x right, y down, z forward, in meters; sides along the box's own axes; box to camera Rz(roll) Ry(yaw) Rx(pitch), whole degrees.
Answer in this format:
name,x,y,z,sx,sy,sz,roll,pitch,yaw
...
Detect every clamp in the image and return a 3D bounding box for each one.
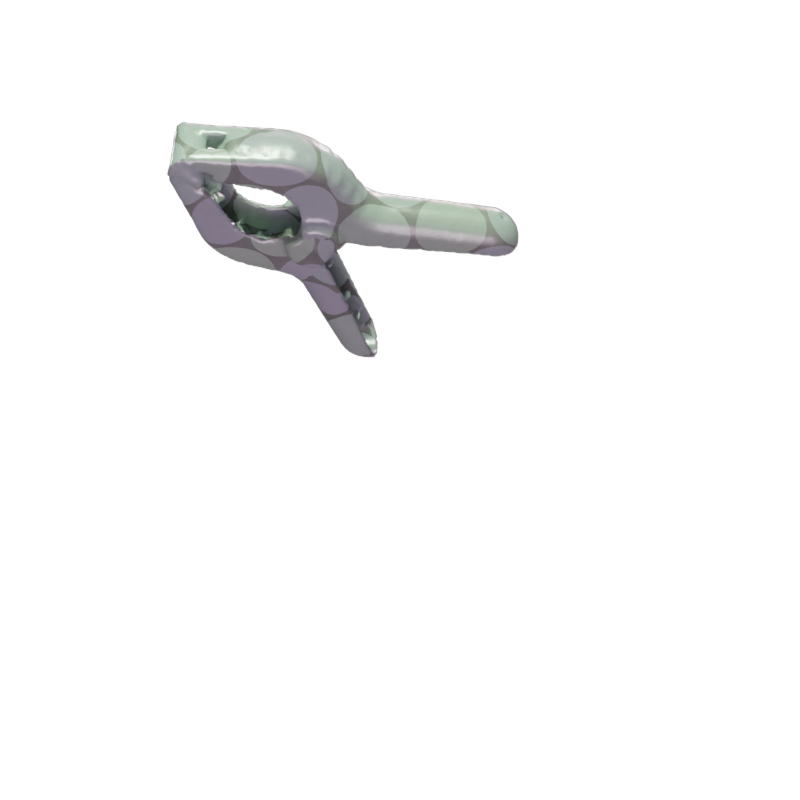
name,x,y,z,sx,sy,sz,roll,pitch,yaw
clamp,-0.043,-0.078,0.545,0.165,0.042,0.116,22,-51,-20
